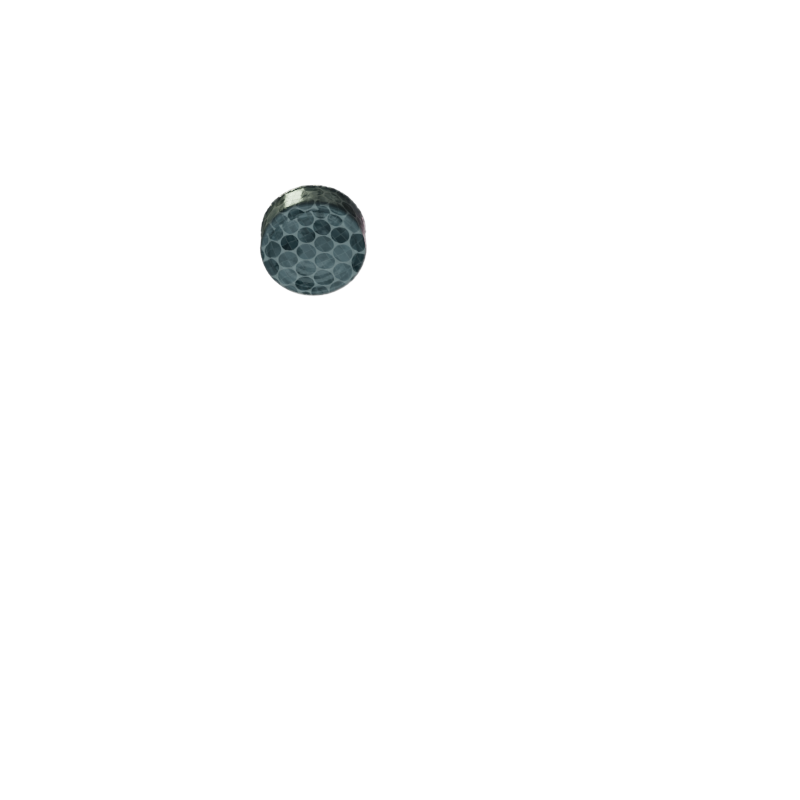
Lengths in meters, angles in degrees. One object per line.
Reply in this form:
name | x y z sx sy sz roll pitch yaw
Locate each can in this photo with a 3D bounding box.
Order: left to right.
can | -0.070 -0.127 0.889 0.086 0.081 0.036 1 30 -1
